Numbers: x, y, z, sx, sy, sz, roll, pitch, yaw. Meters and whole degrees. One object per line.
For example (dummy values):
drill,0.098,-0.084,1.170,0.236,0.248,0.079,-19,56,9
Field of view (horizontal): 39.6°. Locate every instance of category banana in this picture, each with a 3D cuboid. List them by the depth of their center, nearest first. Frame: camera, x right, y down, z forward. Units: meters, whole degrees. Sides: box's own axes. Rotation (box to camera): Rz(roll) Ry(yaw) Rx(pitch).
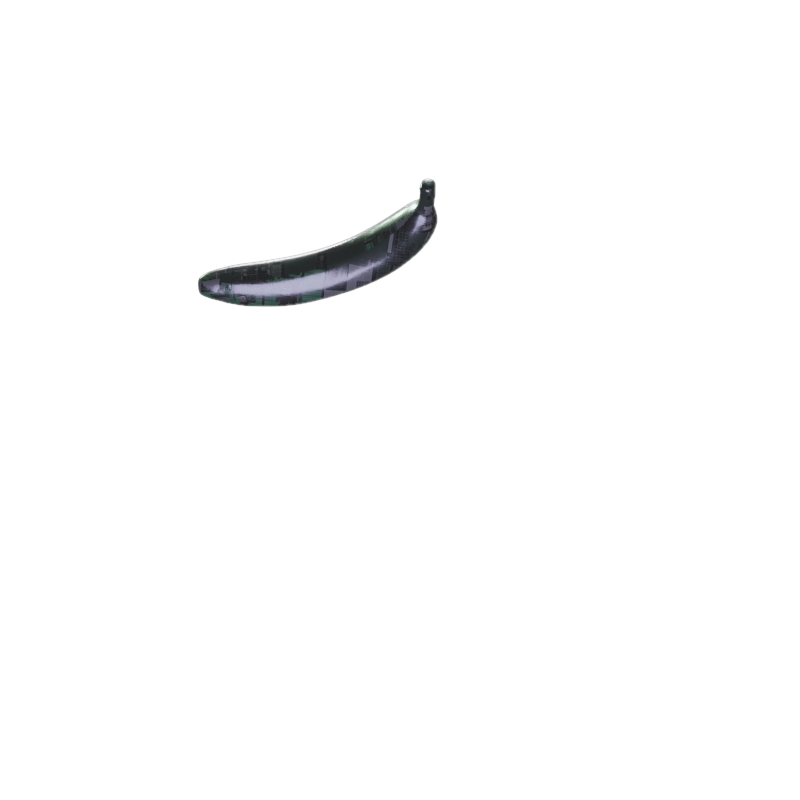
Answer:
banana,-0.050,-0.105,0.808,0.199,0.039,0.064,-22,-49,20
